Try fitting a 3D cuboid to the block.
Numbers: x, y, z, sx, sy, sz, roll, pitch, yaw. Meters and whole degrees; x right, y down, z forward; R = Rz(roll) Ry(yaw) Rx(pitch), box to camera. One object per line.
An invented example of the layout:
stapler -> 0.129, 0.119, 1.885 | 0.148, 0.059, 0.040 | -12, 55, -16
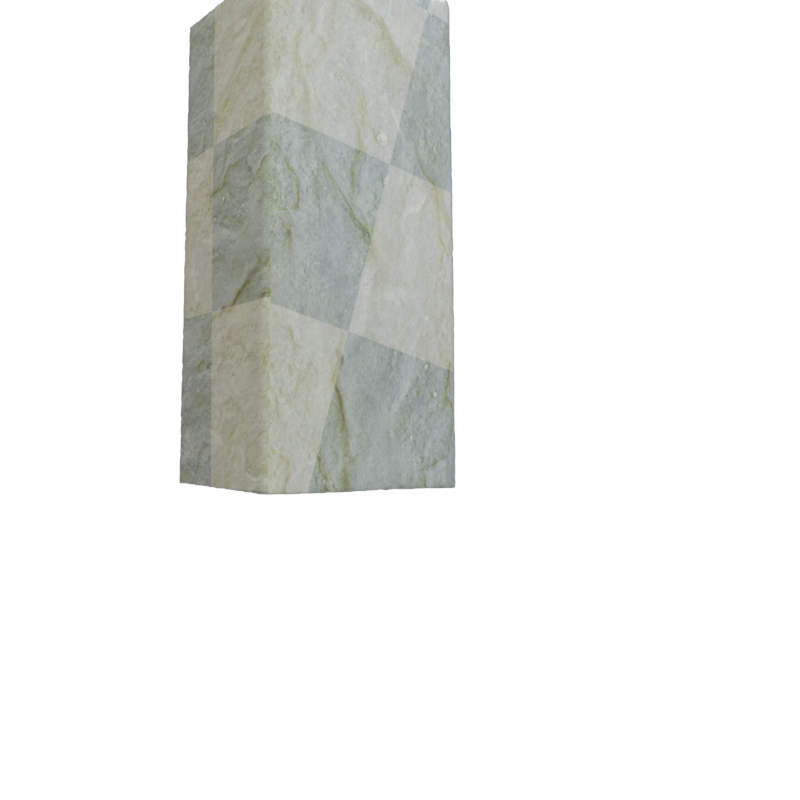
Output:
block -> -0.037, -0.068, 0.479 | 0.087, 0.210, 0.092 | 4, -9, -31
